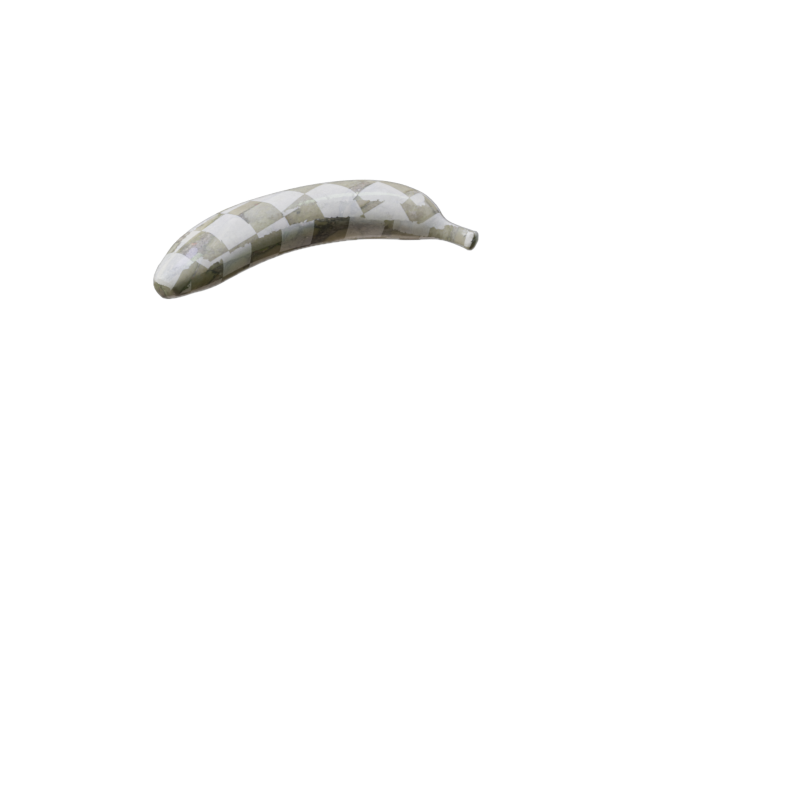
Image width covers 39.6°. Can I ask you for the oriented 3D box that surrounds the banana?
[{"bbox_3d":[-0.054,-0.098,0.636,0.194,0.035,0.075,-14,32,-23],"label":"banana"}]
